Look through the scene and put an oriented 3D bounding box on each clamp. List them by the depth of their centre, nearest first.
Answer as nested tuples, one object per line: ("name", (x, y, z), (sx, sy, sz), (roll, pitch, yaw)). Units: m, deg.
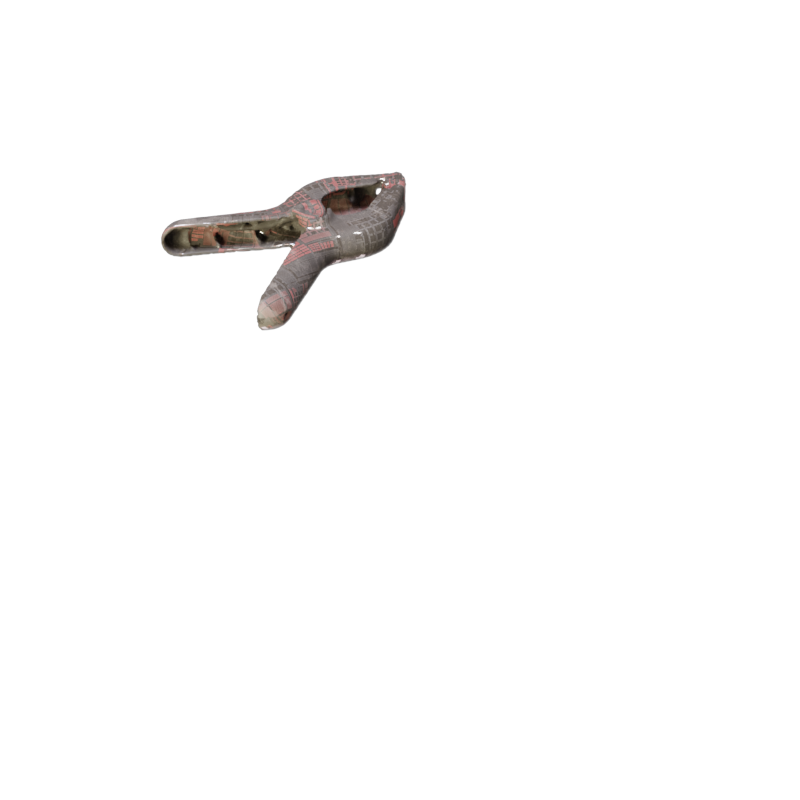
("clamp", (-0.057, -0.104, 0.725), (0.170, 0.036, 0.130), (-24, 50, -22))
